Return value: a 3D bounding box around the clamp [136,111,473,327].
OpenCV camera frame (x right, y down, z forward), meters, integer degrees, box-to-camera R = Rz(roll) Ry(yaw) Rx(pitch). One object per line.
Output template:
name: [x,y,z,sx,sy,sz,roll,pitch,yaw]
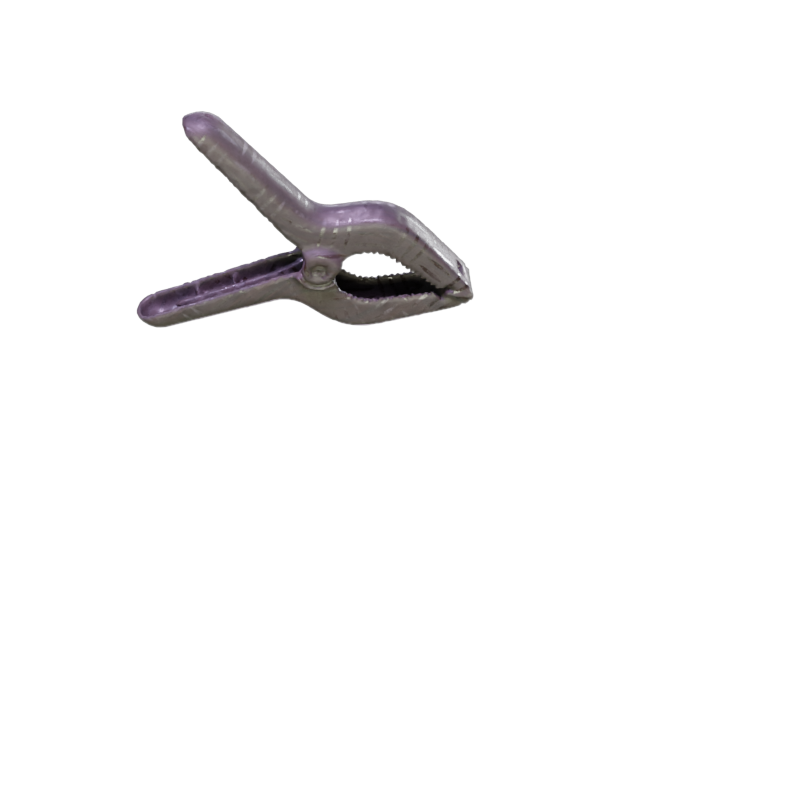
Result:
clamp: [-0.054,-0.098,0.685,0.208,0.039,0.155,7,-46,-7]
